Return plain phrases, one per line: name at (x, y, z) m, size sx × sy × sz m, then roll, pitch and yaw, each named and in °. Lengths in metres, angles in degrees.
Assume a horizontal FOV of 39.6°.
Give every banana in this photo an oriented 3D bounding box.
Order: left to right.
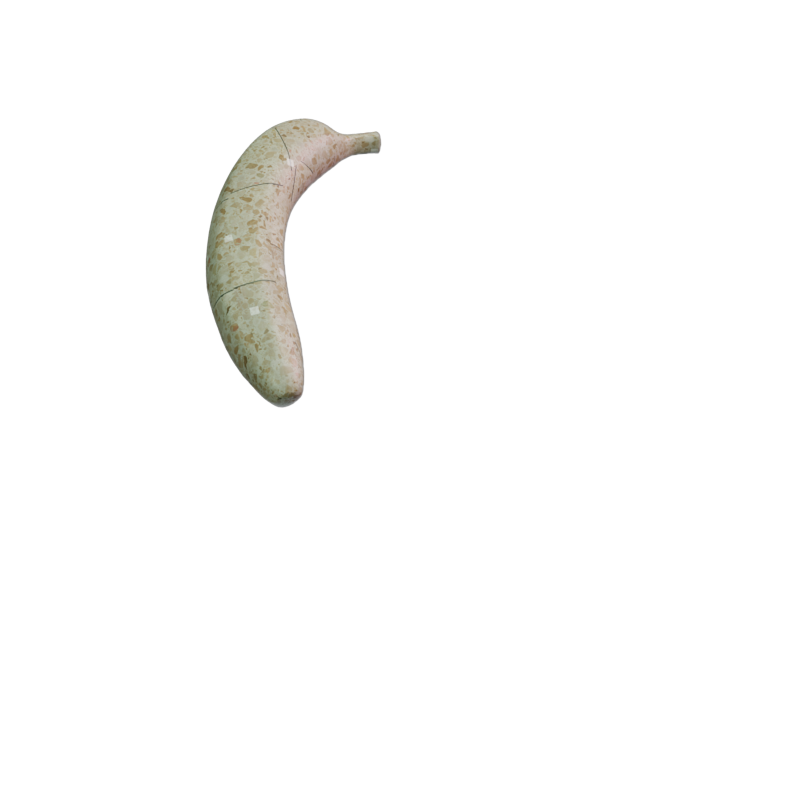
banana at (-0.059, -0.083, 0.542) m, size 0.070 × 0.209 × 0.034 m, roll 8°, pitch -42°, yaw 6°
